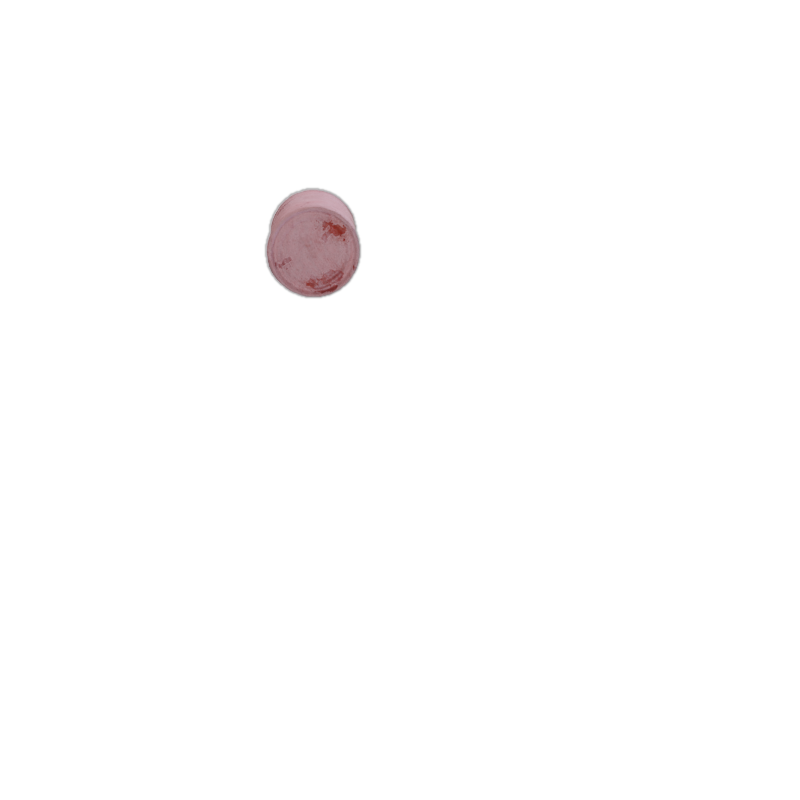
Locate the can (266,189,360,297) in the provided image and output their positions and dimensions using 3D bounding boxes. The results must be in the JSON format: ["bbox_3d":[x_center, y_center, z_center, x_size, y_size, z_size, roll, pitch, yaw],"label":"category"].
[{"bbox_3d":[-0.065,-0.118,0.826,0.068,0.067,0.105,0,14,-3],"label":"can"}]
